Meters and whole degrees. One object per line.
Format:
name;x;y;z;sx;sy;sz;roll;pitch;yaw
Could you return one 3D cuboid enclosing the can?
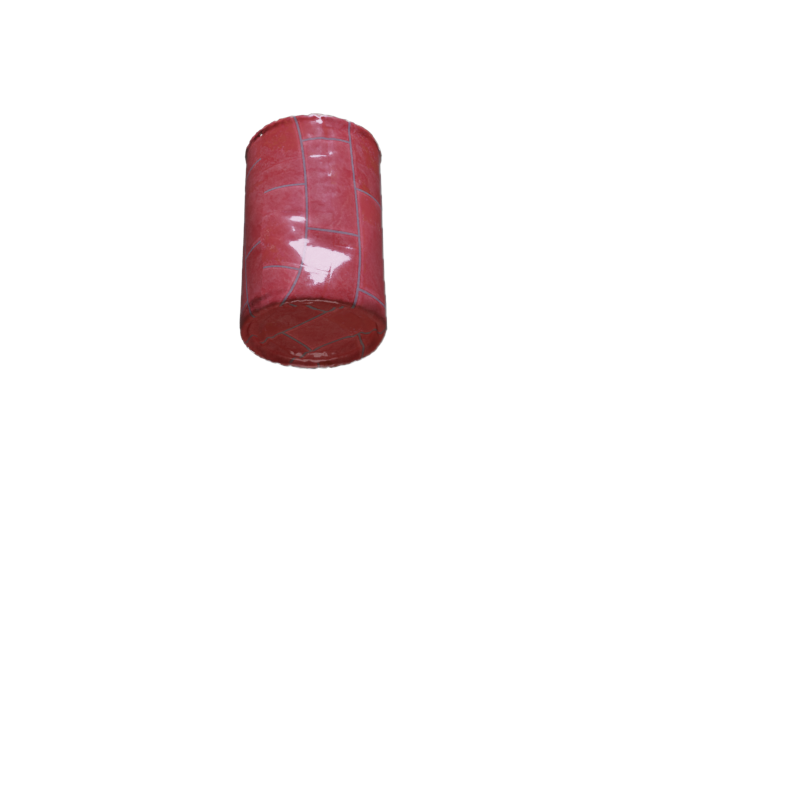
can;-0.041;-0.075;0.524;0.068;0.109;0.064;0;-30;-2
